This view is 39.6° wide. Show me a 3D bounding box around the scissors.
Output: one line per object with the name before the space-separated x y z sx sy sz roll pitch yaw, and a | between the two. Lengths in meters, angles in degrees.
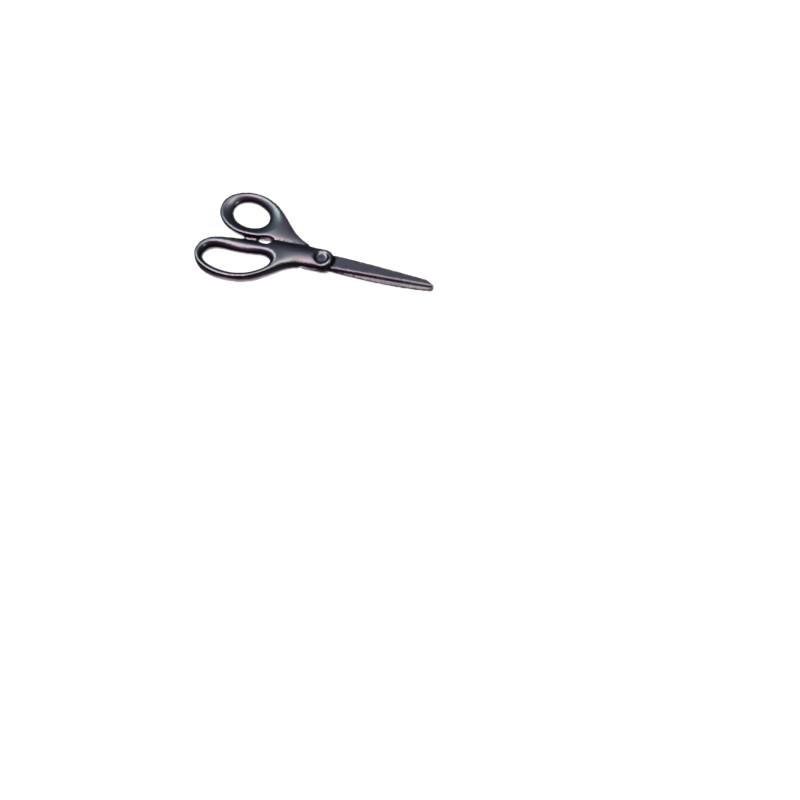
scissors | -0.074 -0.136 0.951 0.202 0.102 0.015 0 -31 0
